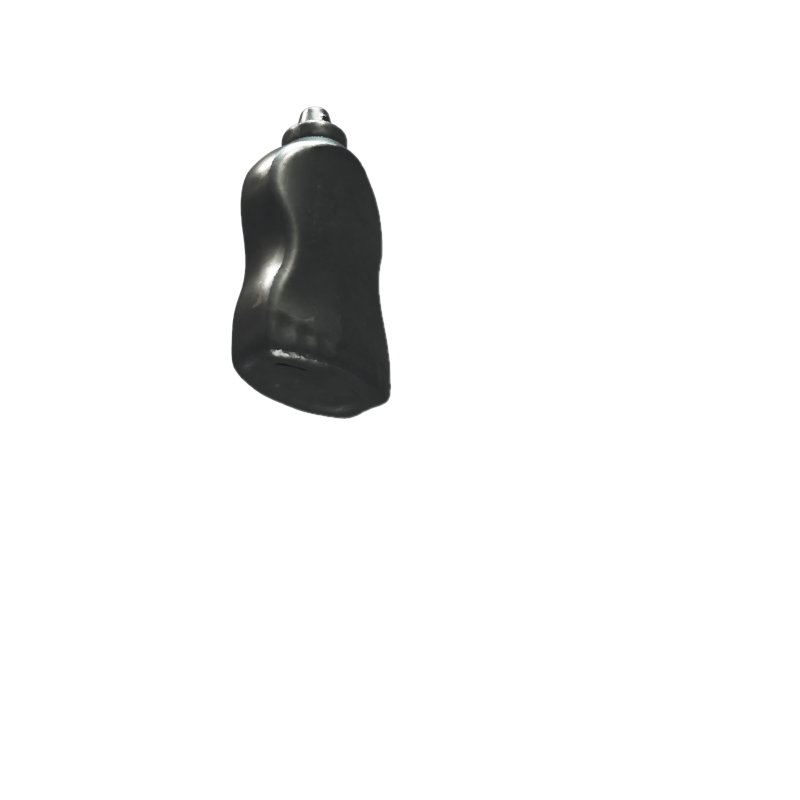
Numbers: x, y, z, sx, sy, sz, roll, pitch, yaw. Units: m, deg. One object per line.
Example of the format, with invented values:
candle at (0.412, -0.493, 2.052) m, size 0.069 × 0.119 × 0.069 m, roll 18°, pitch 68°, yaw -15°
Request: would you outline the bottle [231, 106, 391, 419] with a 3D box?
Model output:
bottle at (-0.050, -0.092, 0.644) m, size 0.090 × 0.204 × 0.058 m, roll 25°, pitch -41°, yaw -37°
